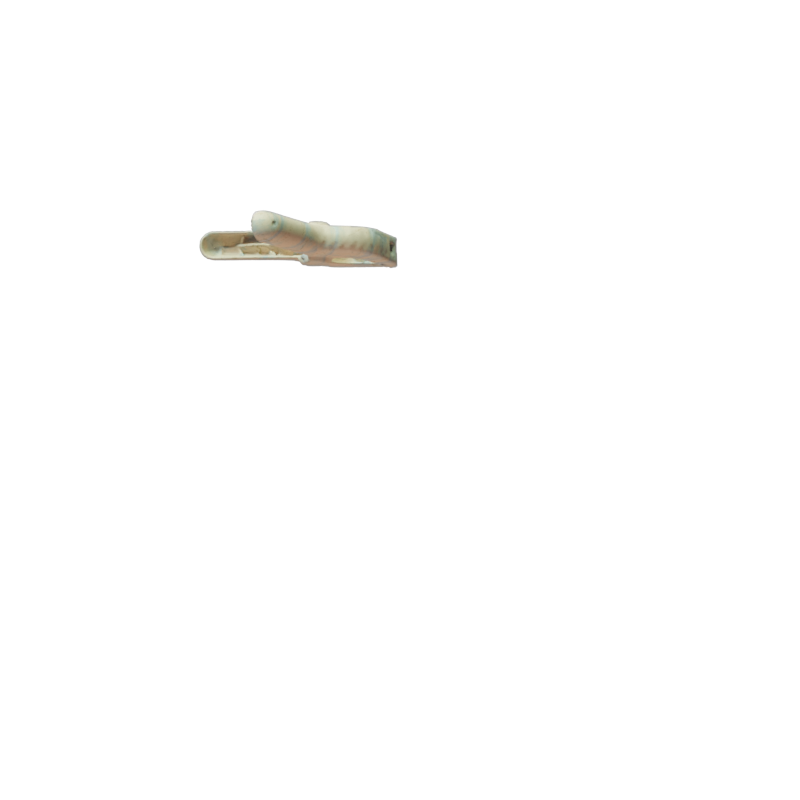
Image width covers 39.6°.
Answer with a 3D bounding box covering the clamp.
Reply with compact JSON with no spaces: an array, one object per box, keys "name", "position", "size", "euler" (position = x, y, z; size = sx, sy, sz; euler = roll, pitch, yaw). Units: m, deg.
[{"name":"clamp","position":[-0.073,-0.133,0.931],"size":[0.167,0.039,0.123],"euler":[-1,3,-21]}]
